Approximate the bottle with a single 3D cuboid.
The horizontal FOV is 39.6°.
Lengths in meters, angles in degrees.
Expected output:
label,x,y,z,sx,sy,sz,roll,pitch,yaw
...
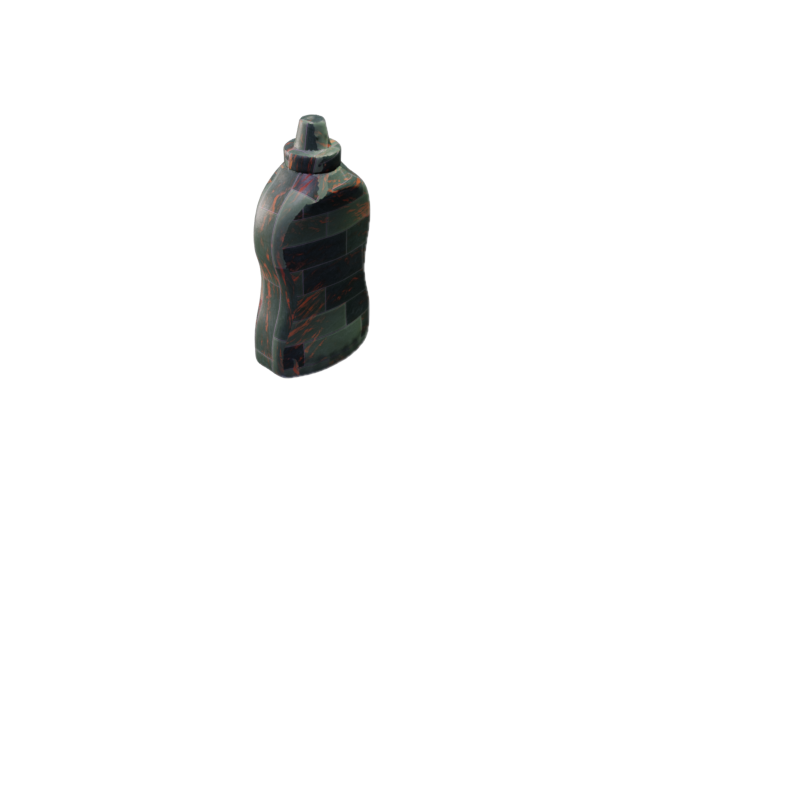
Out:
label,x,y,z,sx,sy,sz,roll,pitch,yaw
bottle,-0.064,-0.116,0.810,0.095,0.180,0.062,-25,40,-37
